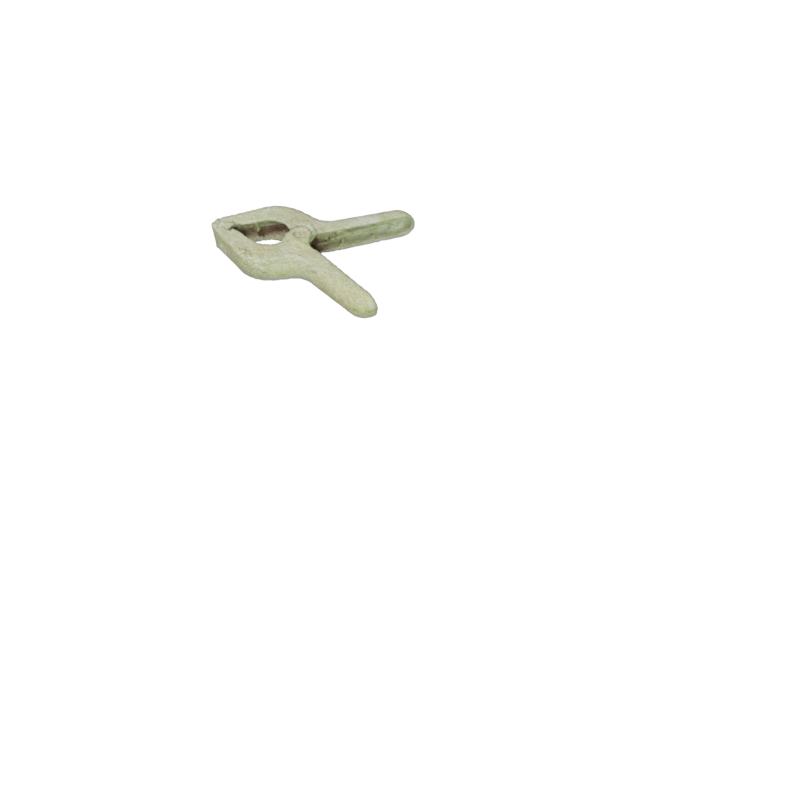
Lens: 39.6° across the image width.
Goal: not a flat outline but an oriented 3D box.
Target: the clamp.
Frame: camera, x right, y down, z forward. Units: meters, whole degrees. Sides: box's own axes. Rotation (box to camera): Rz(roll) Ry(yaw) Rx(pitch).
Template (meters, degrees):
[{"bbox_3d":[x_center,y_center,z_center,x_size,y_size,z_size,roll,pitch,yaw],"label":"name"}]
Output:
[{"bbox_3d":[-0.074,-0.135,0.947,0.178,0.037,0.124,20,46,20],"label":"clamp"}]
